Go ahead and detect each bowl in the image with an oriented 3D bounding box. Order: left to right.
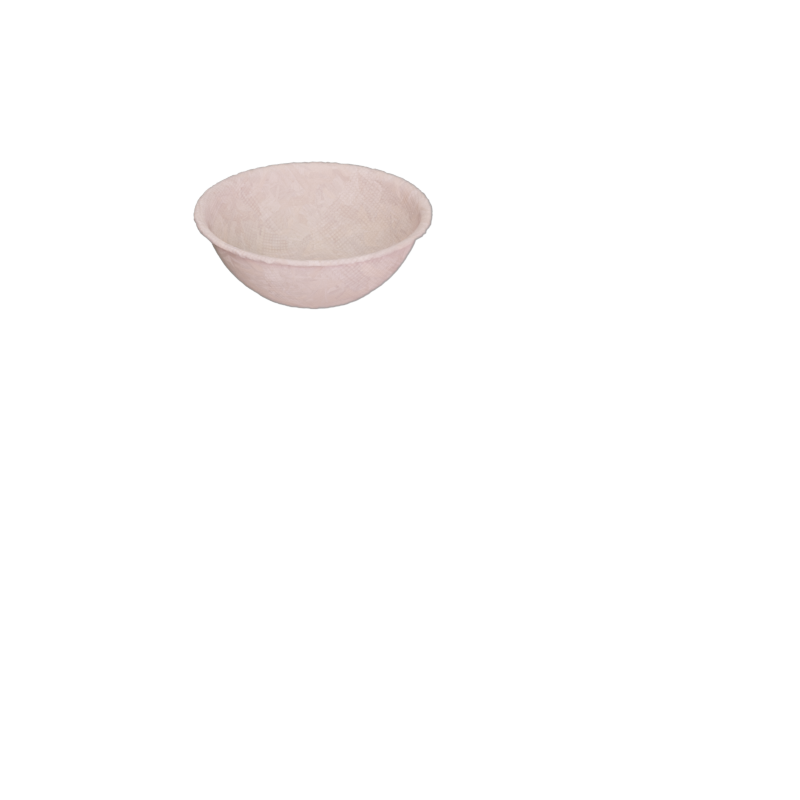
[{"bbox_3d":[-0.060,-0.109,0.761,0.162,0.052,0.173,-1,33,-2],"label":"bowl"}]
